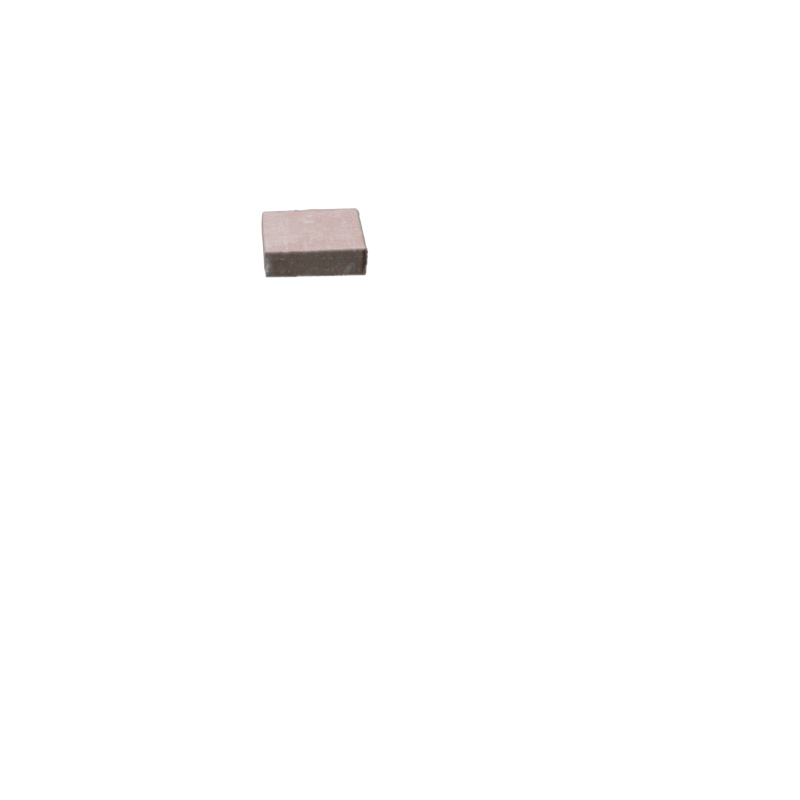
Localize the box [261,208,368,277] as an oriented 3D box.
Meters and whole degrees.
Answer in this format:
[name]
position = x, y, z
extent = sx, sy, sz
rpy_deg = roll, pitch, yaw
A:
[box]
position = -0.076, -0.139, 0.971
extent = 0.089, 0.028, 0.078
rpy_deg = -3, 35, -5
